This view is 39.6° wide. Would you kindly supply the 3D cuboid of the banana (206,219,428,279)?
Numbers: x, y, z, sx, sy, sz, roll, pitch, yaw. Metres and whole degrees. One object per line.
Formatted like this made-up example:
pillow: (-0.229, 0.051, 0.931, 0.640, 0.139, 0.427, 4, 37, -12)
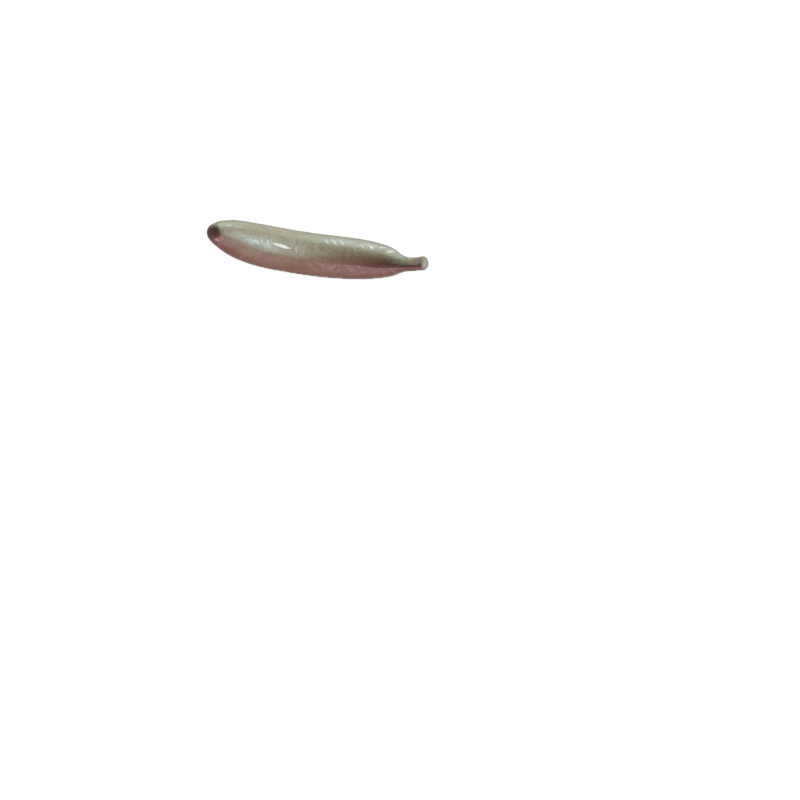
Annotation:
banana: (-0.078, -0.131, 0.964, 0.192, 0.038, 0.069, 4, -14, -20)
